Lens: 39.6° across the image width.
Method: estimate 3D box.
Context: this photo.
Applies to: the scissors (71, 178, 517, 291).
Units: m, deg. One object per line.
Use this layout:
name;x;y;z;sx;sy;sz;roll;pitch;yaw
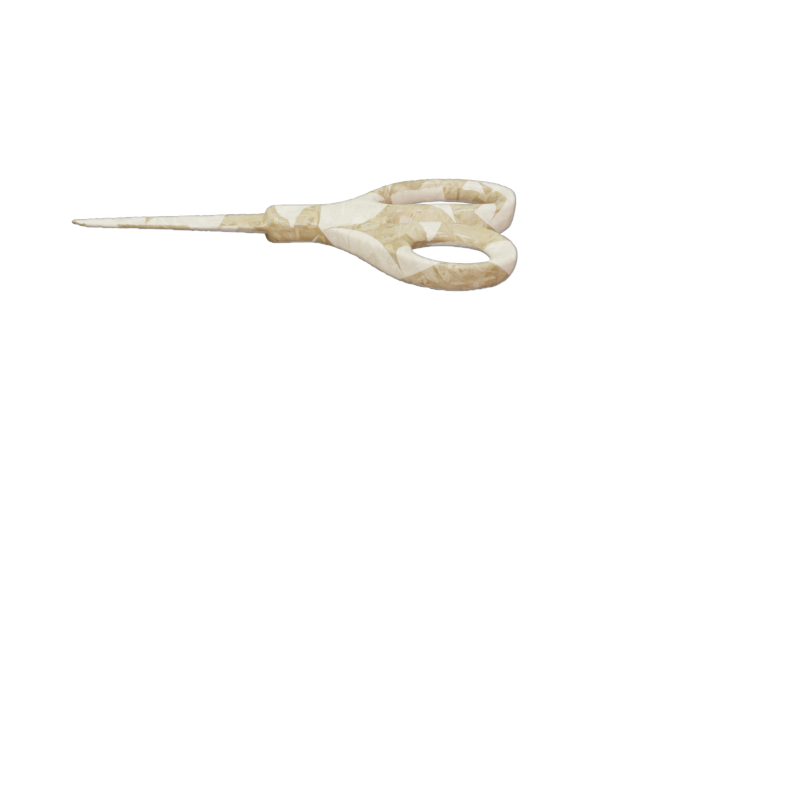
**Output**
scissors;-0.038;-0.069;0.486;0.199;0.015;0.104;-9;35;-14
